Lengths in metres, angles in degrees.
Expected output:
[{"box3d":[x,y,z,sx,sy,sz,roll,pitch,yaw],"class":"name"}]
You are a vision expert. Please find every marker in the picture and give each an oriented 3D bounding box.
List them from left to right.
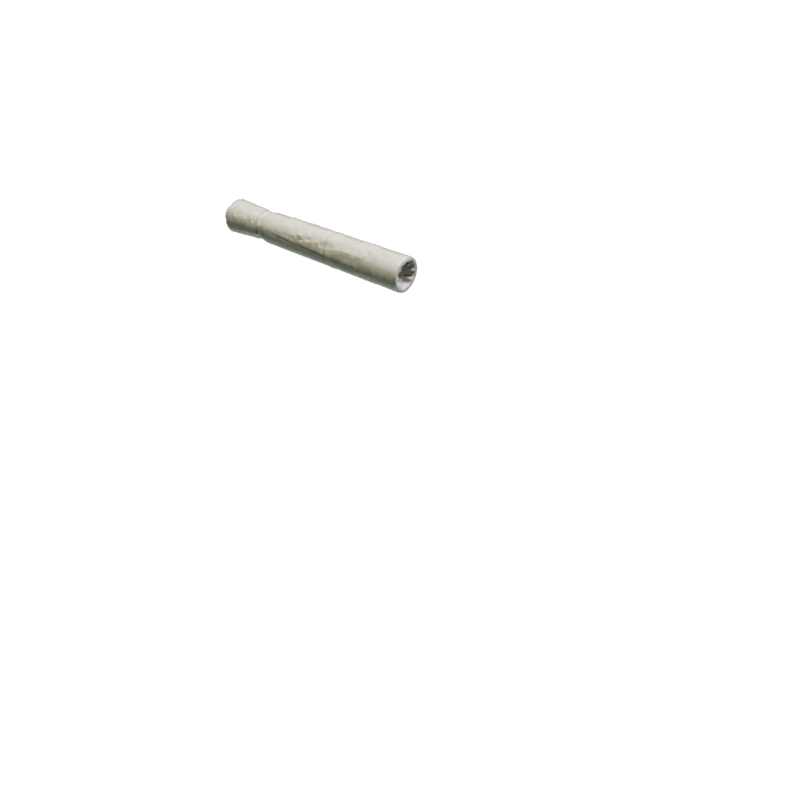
[{"box3d":[-0.045,-0.082,0.577,0.128,0.019,0.019,24,17,34],"class":"marker"}]
